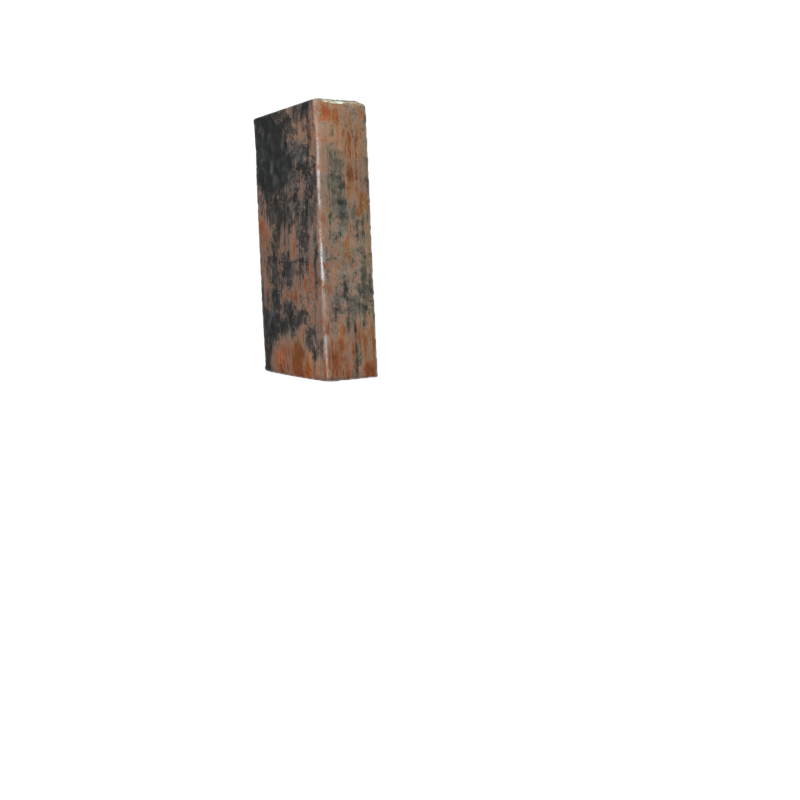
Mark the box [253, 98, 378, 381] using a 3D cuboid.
[{"bbox_3d":[-0.057,-0.104,0.730,0.046,0.177,0.096,1,-1,-31],"label":"box"}]
